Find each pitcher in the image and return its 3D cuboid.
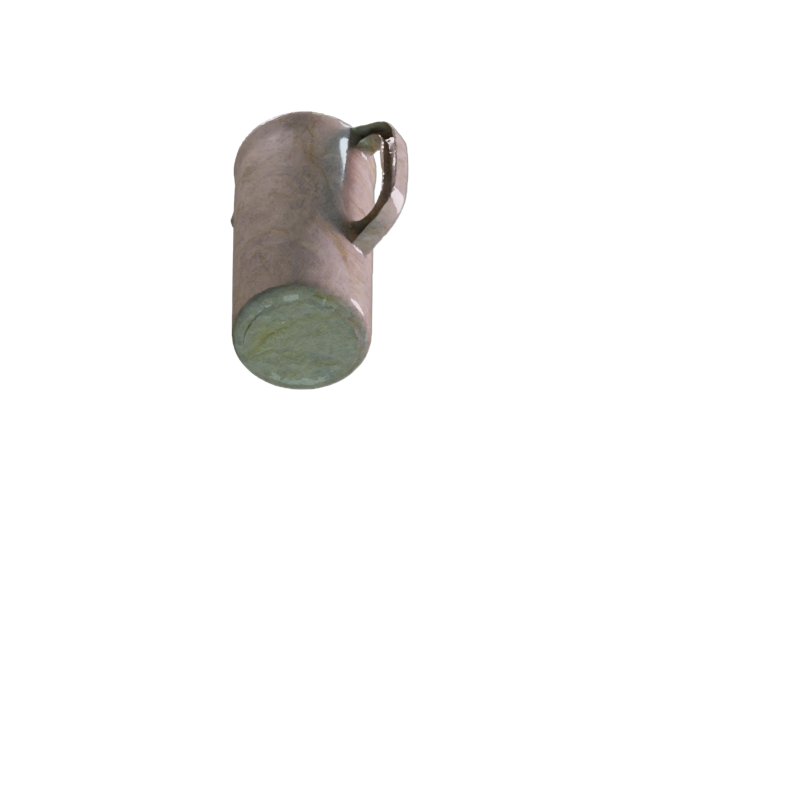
[{"bbox_3d":[-0.073,-0.133,0.933,0.143,0.140,0.261,6,41,-9],"label":"pitcher"}]
